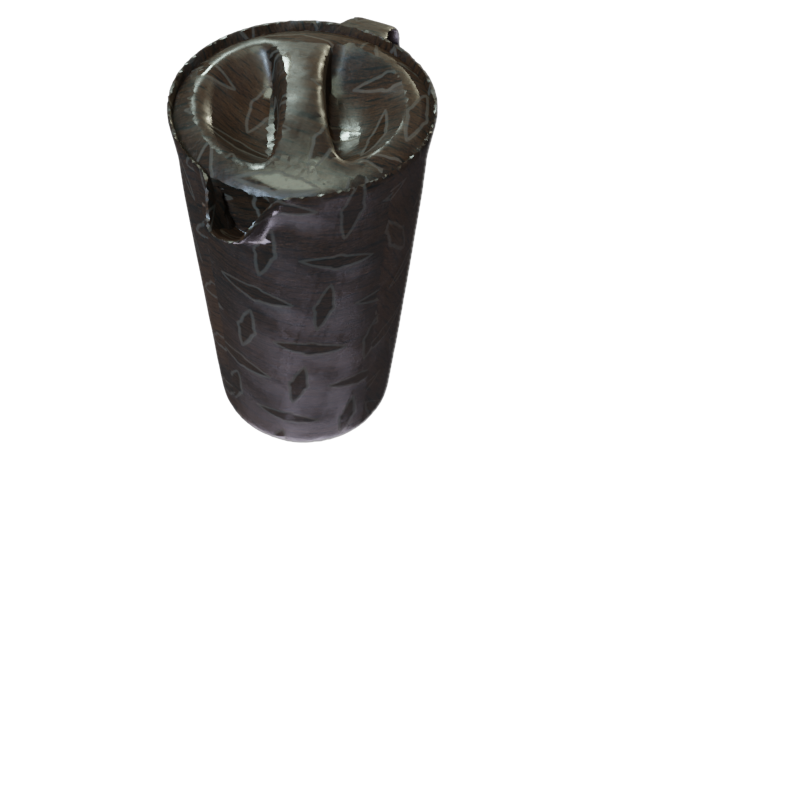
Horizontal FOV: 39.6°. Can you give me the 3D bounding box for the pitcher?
[{"bbox_3d":[-0.050,-0.091,0.636,0.148,0.156,0.227,-17,-35,-15],"label":"pitcher"}]
